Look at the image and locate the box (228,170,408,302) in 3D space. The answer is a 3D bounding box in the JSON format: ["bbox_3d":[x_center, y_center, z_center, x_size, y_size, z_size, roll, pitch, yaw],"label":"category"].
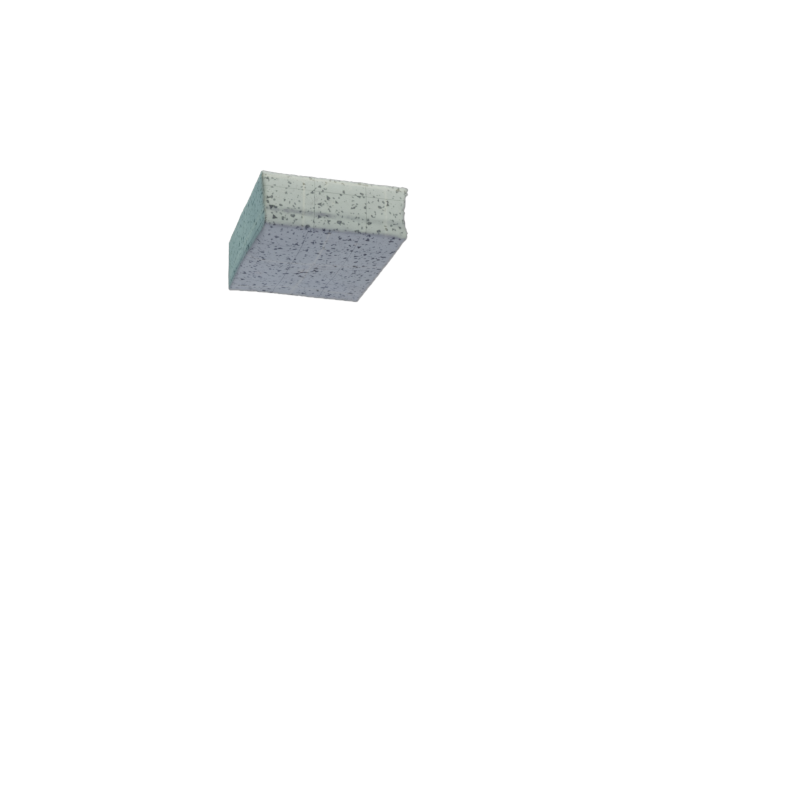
[{"bbox_3d":[-0.054,-0.098,0.688,0.088,0.041,0.111,4,-16,-16],"label":"box"}]
